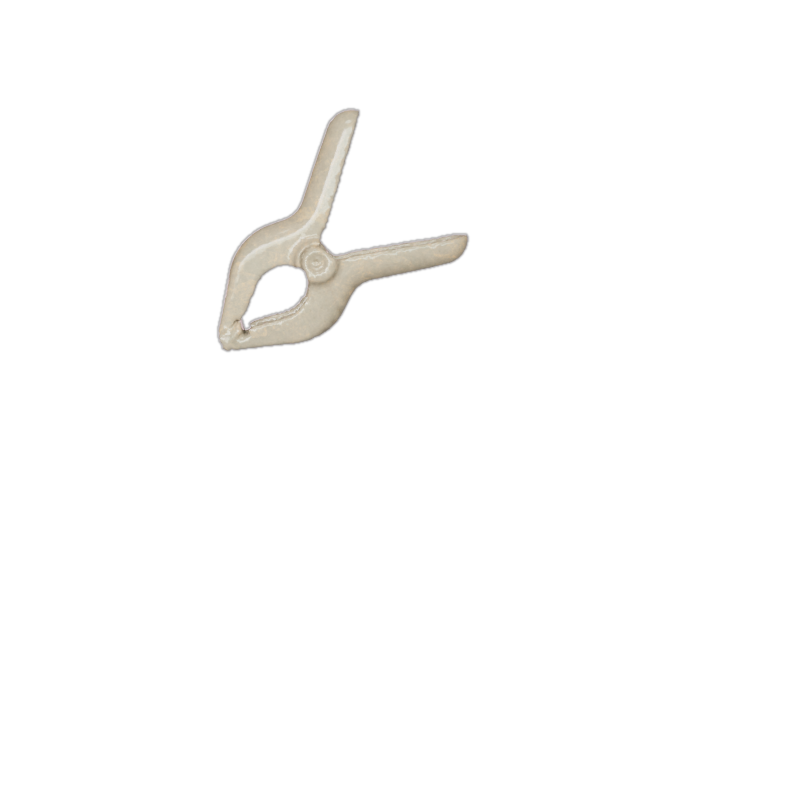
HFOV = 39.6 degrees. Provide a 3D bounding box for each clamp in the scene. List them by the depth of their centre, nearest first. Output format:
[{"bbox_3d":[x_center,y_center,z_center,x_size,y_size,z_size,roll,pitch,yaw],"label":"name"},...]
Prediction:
[{"bbox_3d":[-0.056,-0.102,0.715,0.171,0.121,0.039,-33,-1,-1],"label":"clamp"}]
